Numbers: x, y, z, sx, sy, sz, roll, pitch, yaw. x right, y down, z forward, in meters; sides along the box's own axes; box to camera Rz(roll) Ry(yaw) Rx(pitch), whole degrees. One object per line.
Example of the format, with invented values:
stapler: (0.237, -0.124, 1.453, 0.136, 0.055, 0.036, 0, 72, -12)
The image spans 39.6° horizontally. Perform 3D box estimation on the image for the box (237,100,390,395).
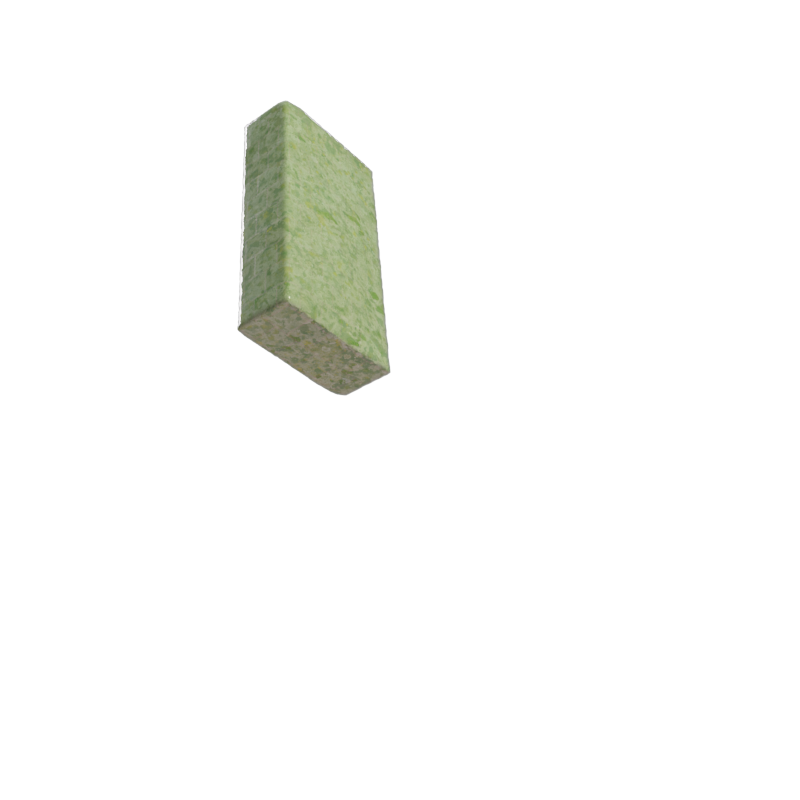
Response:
box: (-0.054, -0.099, 0.689, 0.048, 0.189, 0.087, -29, -45, 29)
